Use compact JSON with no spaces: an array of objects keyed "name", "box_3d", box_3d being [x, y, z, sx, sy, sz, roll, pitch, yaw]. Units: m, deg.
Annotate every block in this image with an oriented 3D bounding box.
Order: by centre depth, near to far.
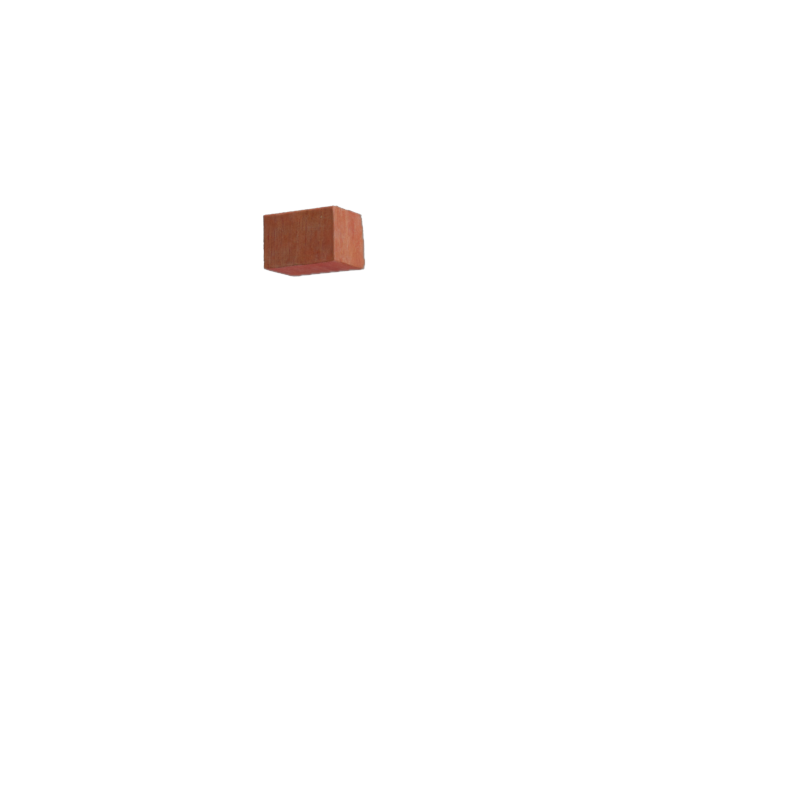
[{"name":"block","box_3d":[-0.078,-0.142,0.994,0.080,0.052,0.050,-3,-7,29]}]
